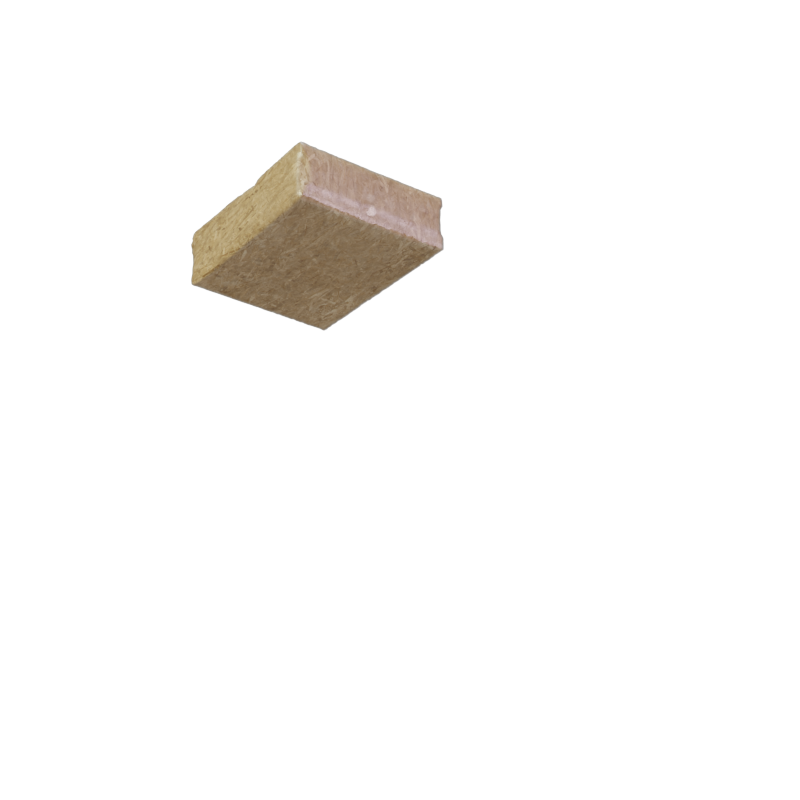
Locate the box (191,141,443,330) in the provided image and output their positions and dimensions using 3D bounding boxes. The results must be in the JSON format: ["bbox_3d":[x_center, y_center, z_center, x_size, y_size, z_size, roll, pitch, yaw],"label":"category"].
[{"bbox_3d":[-0.037,-0.068,0.475,0.069,0.032,0.089,18,-31,-33],"label":"box"}]
